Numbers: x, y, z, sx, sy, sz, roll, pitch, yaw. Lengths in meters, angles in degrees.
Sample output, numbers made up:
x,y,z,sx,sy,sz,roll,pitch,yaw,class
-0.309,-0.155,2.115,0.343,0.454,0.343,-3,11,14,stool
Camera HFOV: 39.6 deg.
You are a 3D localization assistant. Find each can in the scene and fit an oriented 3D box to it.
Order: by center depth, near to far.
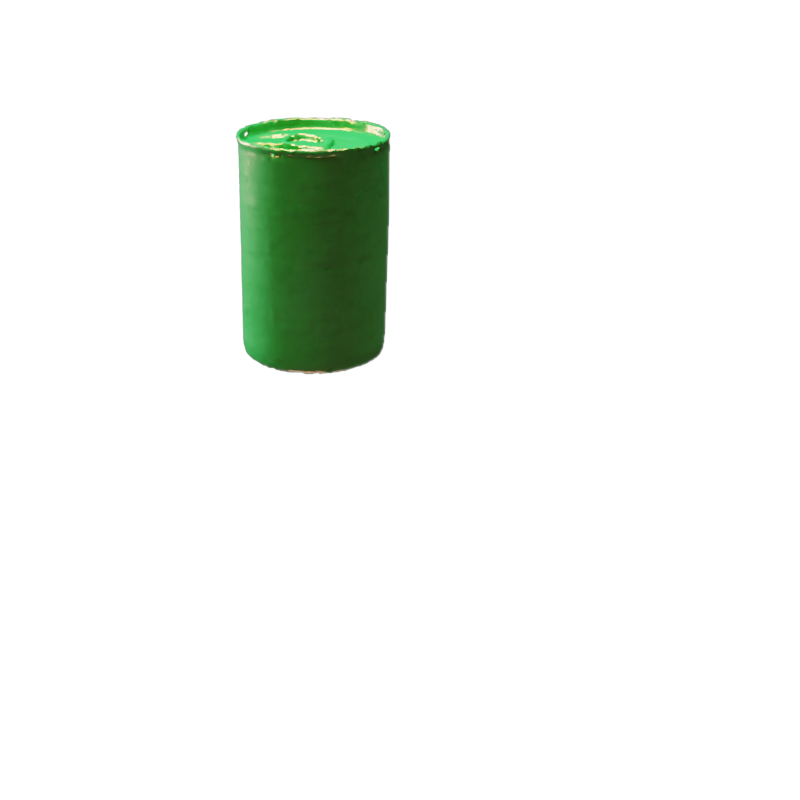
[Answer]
x,y,z,sx,sy,sz,roll,pitch,yaw,class
-0.039,-0.072,0.502,0.068,0.098,0.072,0,21,-2,can
